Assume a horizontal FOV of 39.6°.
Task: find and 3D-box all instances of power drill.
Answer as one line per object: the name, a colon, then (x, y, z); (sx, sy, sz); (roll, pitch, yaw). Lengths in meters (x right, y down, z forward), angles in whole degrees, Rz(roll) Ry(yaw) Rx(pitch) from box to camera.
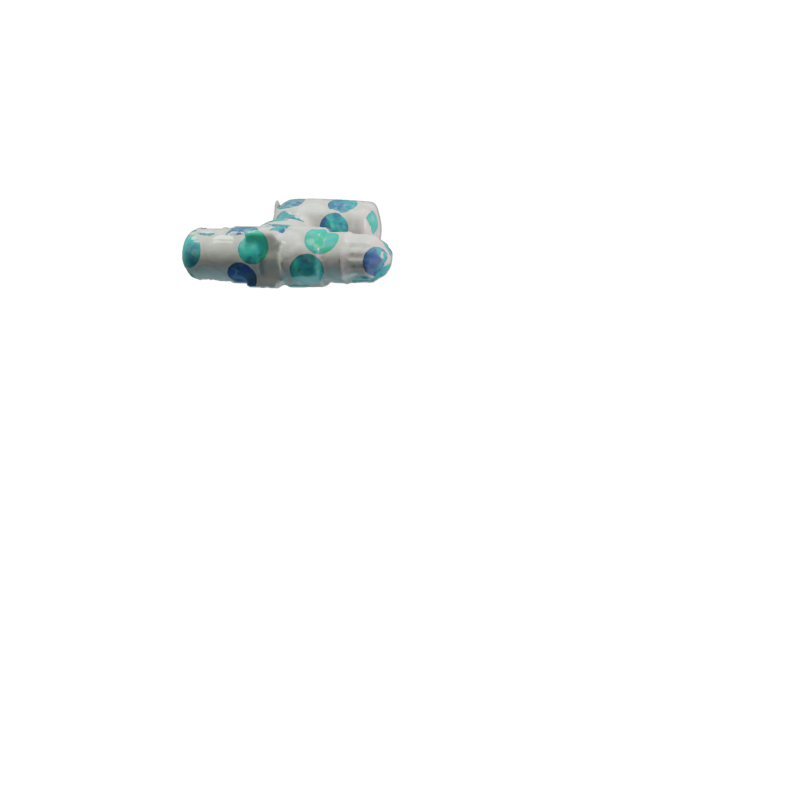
power drill: (-0.078, -0.142, 0.993); (0.189, 0.056, 0.188); (5, 17, 17)
